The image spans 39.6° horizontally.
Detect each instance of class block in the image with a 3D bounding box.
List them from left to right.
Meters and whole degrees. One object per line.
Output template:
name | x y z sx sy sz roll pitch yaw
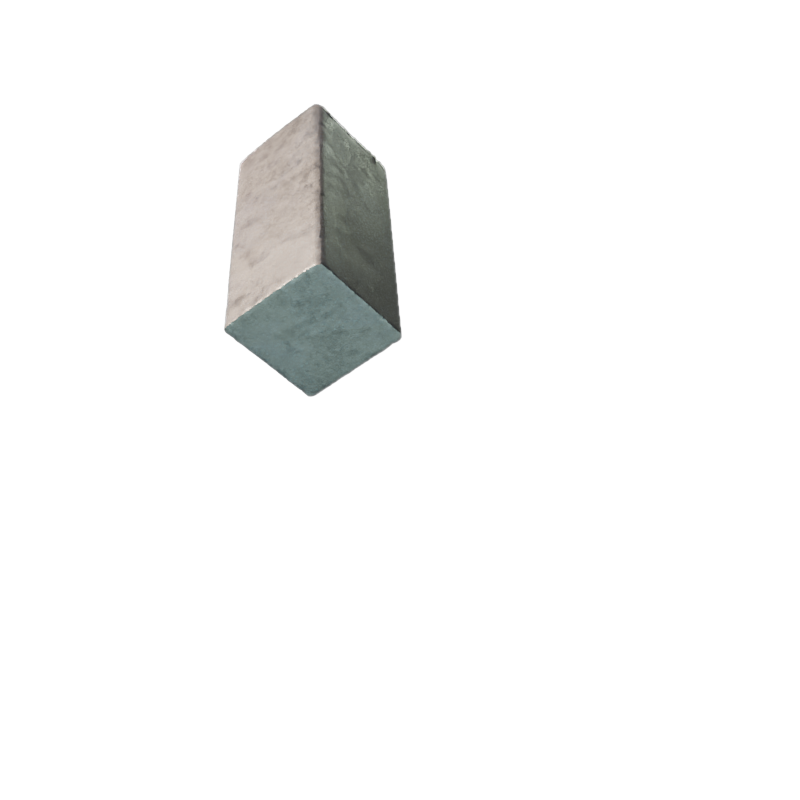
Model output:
block | -0.065 -0.120 0.834 0.090 0.221 0.085 -34 -55 24
